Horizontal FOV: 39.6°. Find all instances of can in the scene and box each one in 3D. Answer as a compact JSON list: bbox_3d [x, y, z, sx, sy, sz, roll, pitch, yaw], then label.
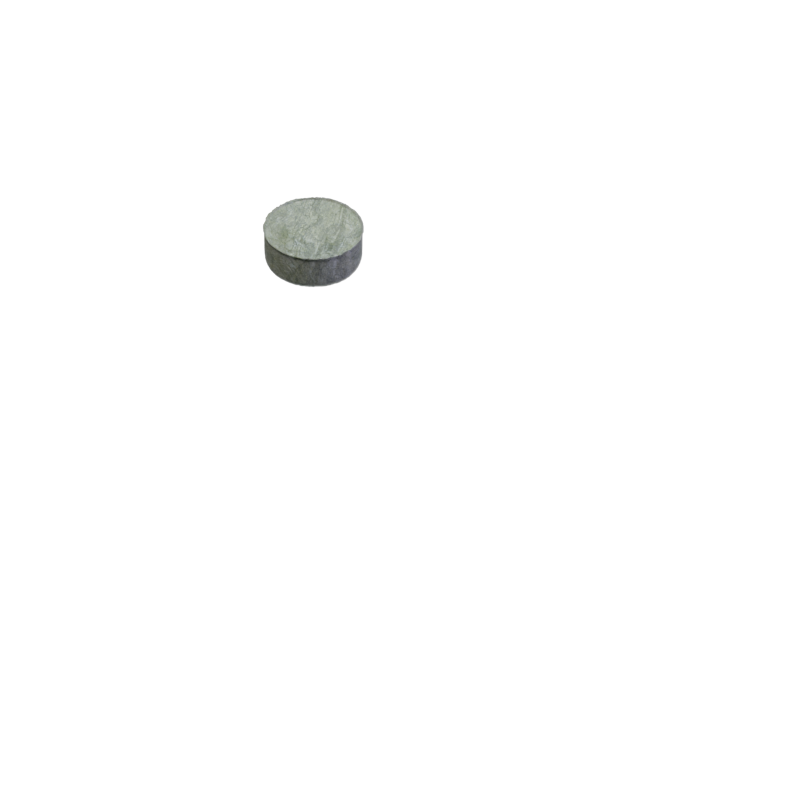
[{"bbox_3d":[-0.075,-0.136,0.952,0.086,0.031,0.092,-1,43,-2],"label":"can"}]
